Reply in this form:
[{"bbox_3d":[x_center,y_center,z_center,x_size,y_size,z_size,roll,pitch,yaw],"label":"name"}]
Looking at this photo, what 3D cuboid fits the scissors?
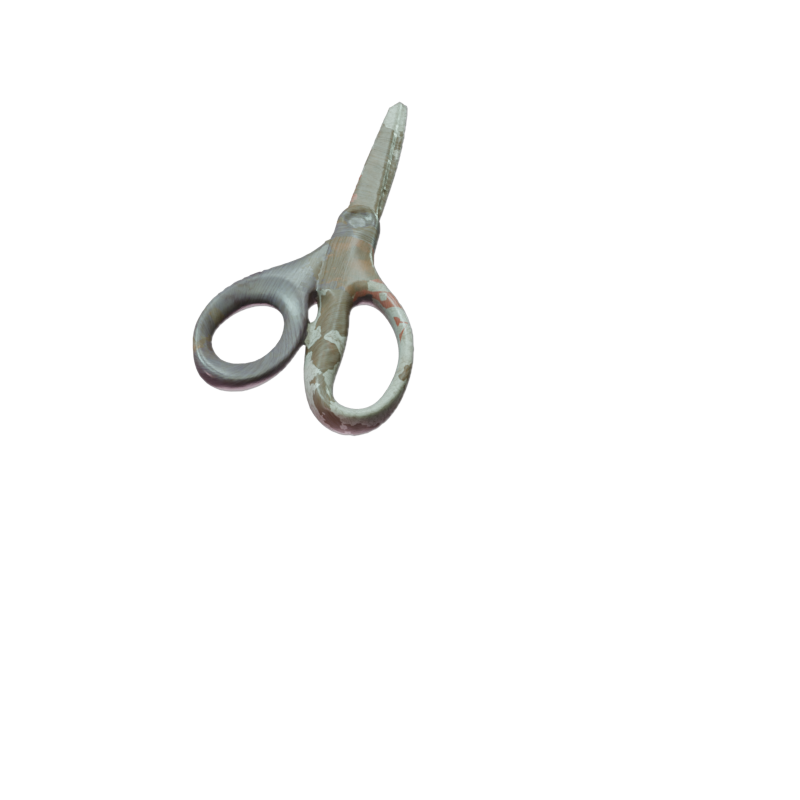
[{"bbox_3d":[-0.038,-0.069,0.482,0.096,0.217,0.015,-2,-43,-2],"label":"scissors"}]
